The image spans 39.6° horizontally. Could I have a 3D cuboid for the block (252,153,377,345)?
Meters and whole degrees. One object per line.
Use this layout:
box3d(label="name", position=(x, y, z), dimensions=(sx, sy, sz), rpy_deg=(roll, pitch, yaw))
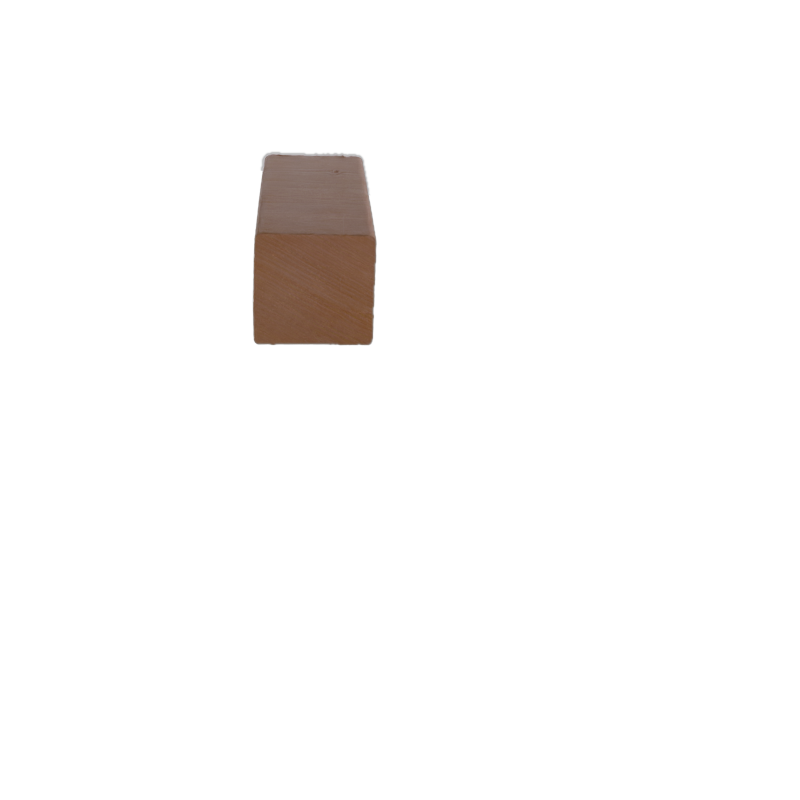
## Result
box3d(label="block", position=(-0.071, -0.130, 0.905), dimensions=(0.090, 0.086, 0.218), rpy_deg=(0, 26, -4))
